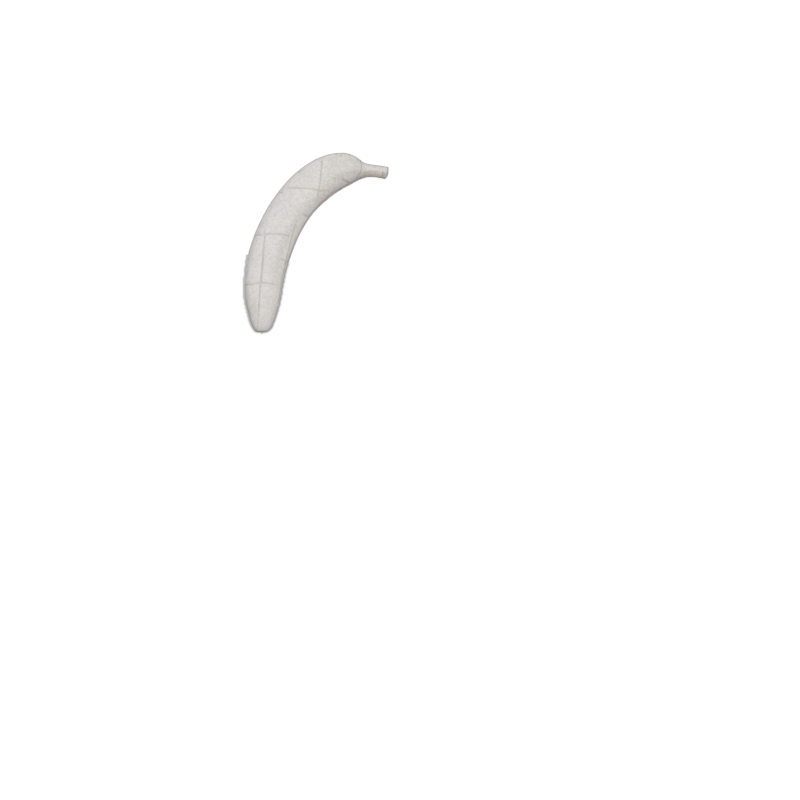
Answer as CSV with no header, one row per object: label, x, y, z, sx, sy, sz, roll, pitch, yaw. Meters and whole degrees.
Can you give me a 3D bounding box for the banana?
banana,-0.090,-0.154,0.989,0.071,0.201,0.035,33,-16,9
